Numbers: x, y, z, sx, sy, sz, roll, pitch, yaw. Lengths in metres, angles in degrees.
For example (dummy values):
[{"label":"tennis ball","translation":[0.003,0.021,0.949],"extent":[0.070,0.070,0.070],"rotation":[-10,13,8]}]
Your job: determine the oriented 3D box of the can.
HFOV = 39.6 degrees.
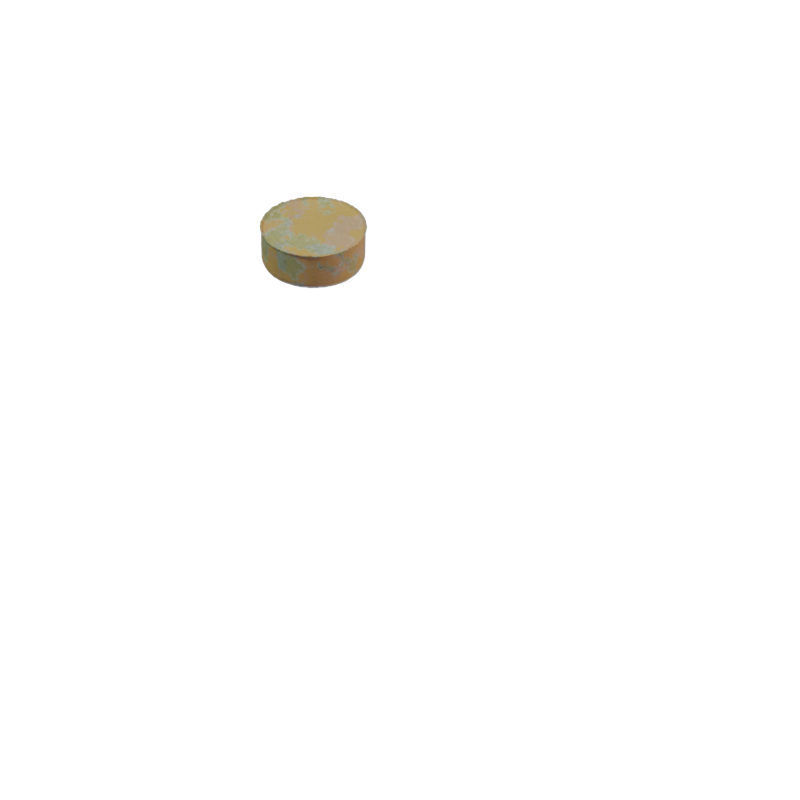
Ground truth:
[{"label":"can","translation":[-0.070,-0.128,0.896],"extent":[0.086,0.031,0.092],"rotation":[-1,40,-2]}]
